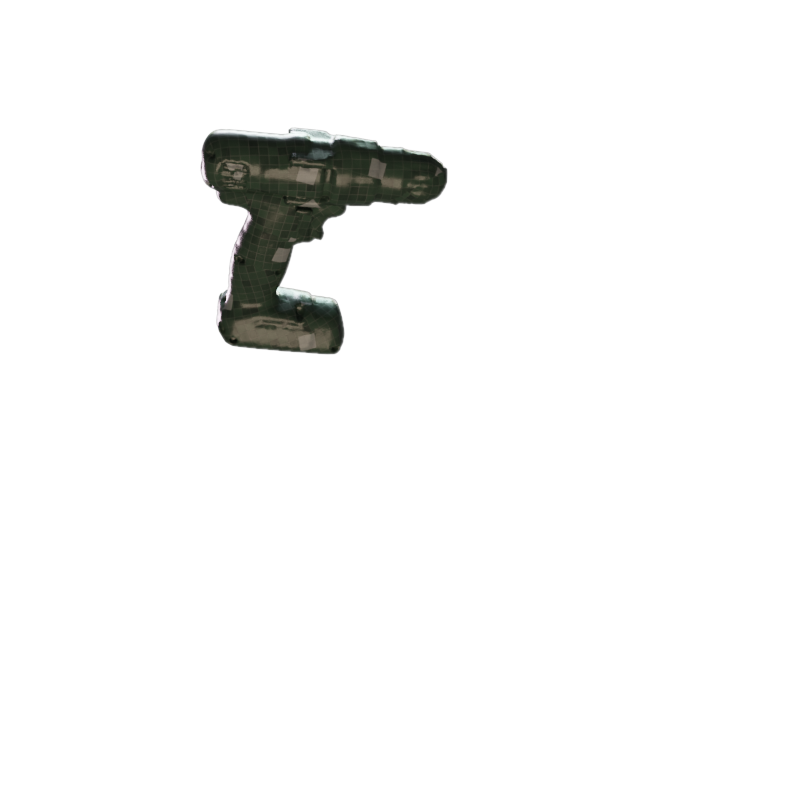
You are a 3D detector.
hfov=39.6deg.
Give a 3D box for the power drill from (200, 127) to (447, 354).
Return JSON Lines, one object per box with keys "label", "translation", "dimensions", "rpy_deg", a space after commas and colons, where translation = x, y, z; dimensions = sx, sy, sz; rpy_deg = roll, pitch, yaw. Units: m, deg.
{"label": "power drill", "translation": [-0.068, -0.124, 0.865], "dimensions": [0.183, 0.177, 0.061], "rpy_deg": [7, 36, -5]}
